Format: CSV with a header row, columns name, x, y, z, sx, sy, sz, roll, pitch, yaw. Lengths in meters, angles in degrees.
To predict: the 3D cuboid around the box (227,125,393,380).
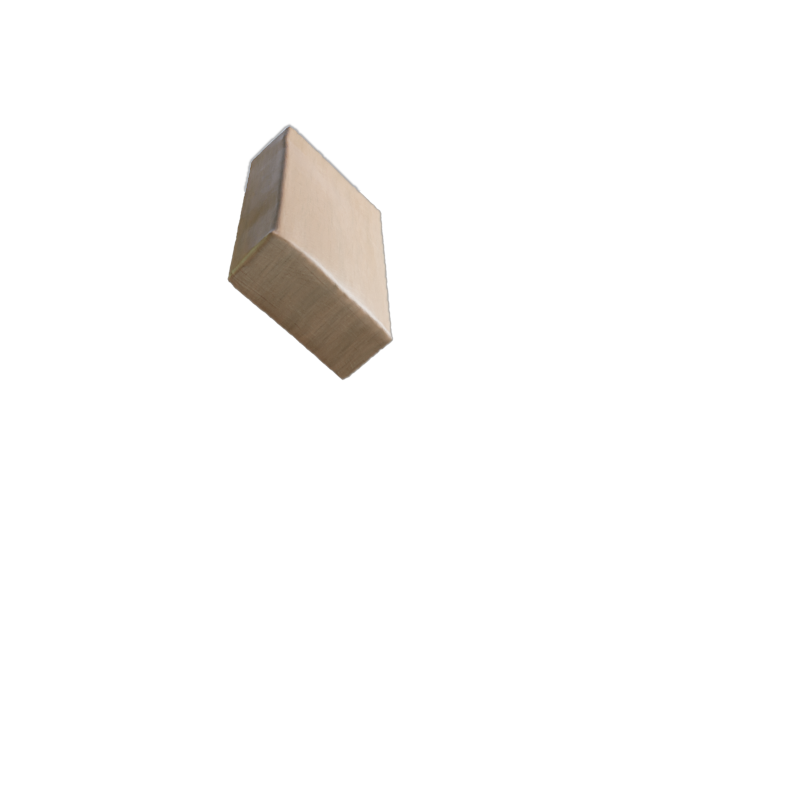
name,x,y,z,sx,sy,sz,roll,pitch,yaw
box,-0.053,-0.096,0.678,0.089,0.047,0.187,41,19,-22
